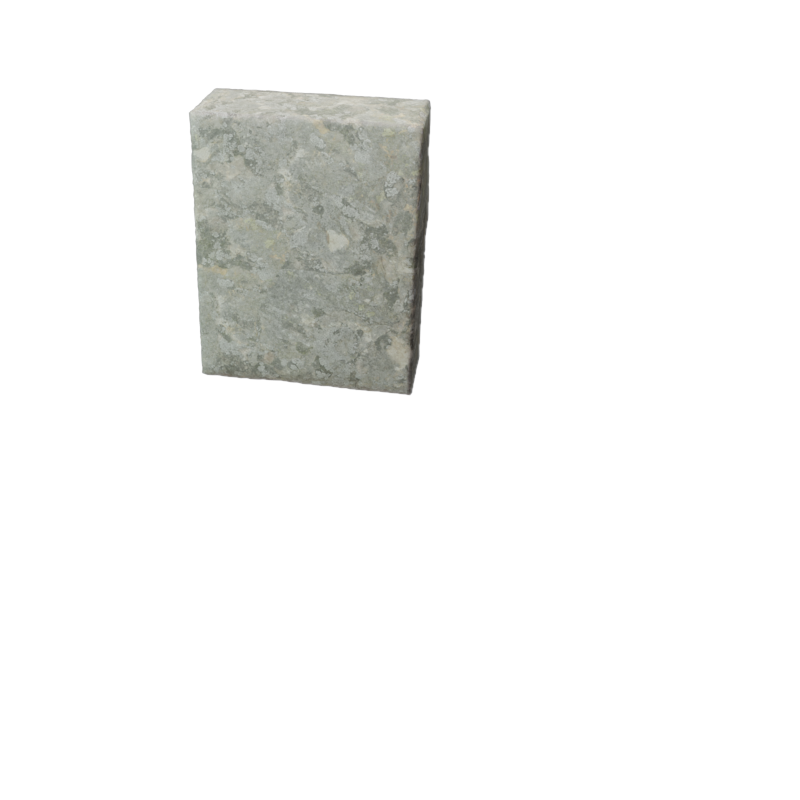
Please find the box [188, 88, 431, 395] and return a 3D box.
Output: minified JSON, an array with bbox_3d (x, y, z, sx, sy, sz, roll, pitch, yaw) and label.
[{"bbox_3d":[-0.064,-0.117,0.818,0.166,0.202,0.075,6,27,8],"label":"box"}]
